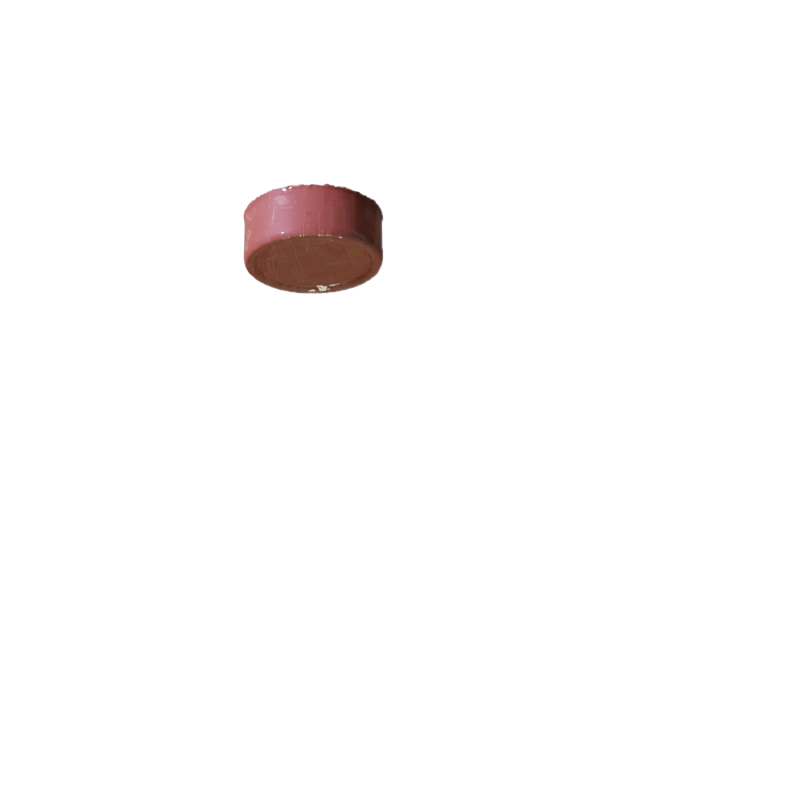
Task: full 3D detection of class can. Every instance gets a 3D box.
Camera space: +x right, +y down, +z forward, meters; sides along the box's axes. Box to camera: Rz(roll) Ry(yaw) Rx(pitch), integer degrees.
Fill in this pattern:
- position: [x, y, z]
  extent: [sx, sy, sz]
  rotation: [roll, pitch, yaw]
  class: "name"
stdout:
- position: [-0.053, -0.096, 0.674]
  extent: [0.086, 0.035, 0.082]
  rotation: [0, -21, -2]
  class: "can"
